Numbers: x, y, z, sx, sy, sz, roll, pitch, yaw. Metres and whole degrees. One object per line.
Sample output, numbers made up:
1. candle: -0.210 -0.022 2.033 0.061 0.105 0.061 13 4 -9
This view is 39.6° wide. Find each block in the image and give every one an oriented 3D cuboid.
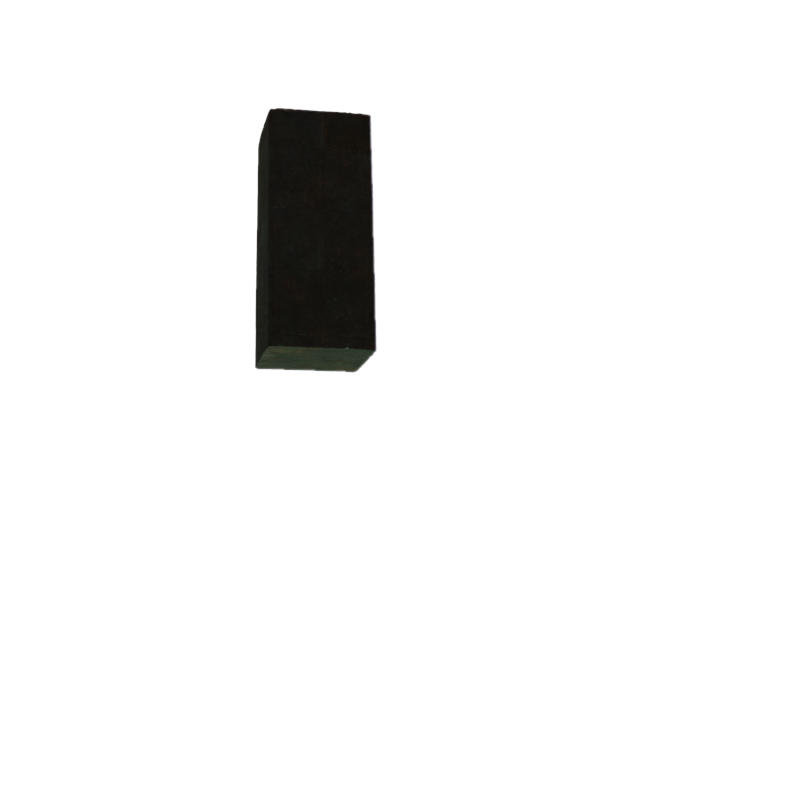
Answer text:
1. block: -0.074 -0.136 0.948 0.089 0.215 0.088 2 -17 -12
